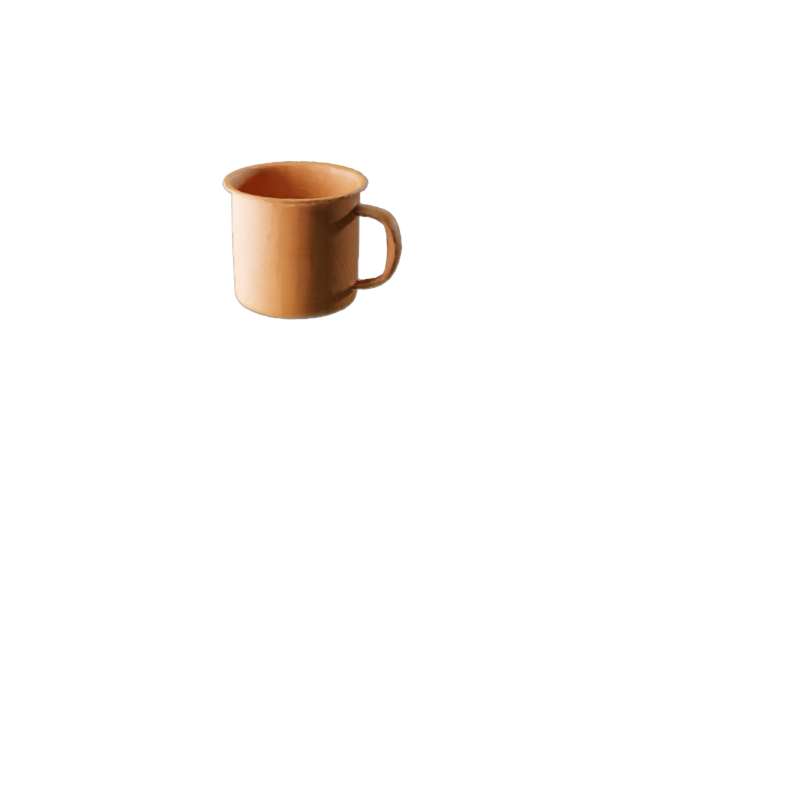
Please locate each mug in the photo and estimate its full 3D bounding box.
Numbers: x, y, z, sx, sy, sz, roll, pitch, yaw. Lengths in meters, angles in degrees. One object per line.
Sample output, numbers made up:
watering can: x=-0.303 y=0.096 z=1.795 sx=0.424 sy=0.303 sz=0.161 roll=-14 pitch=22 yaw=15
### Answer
mug: x=-0.056 y=-0.102 z=0.712 sx=0.120 sy=0.078 sz=0.095 roll=8 pitch=25 yaw=15
